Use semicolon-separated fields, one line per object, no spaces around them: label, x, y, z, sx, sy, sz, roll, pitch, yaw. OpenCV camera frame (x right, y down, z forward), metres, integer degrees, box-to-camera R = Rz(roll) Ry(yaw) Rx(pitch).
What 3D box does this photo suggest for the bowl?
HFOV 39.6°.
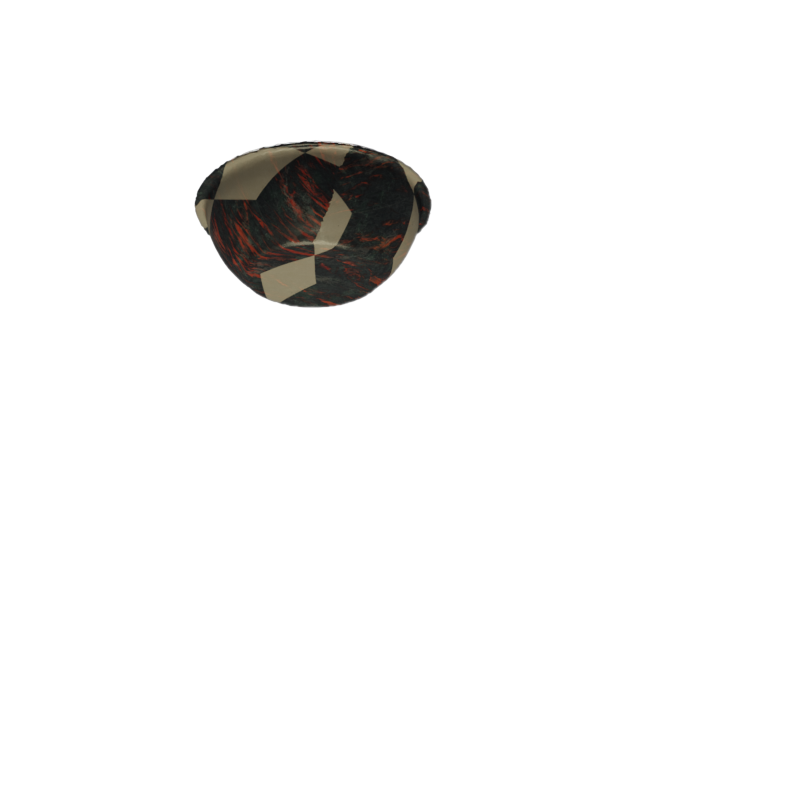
bowl;-0.058;-0.106;0.744;0.162;0.058;0.153;1;-24;-2
